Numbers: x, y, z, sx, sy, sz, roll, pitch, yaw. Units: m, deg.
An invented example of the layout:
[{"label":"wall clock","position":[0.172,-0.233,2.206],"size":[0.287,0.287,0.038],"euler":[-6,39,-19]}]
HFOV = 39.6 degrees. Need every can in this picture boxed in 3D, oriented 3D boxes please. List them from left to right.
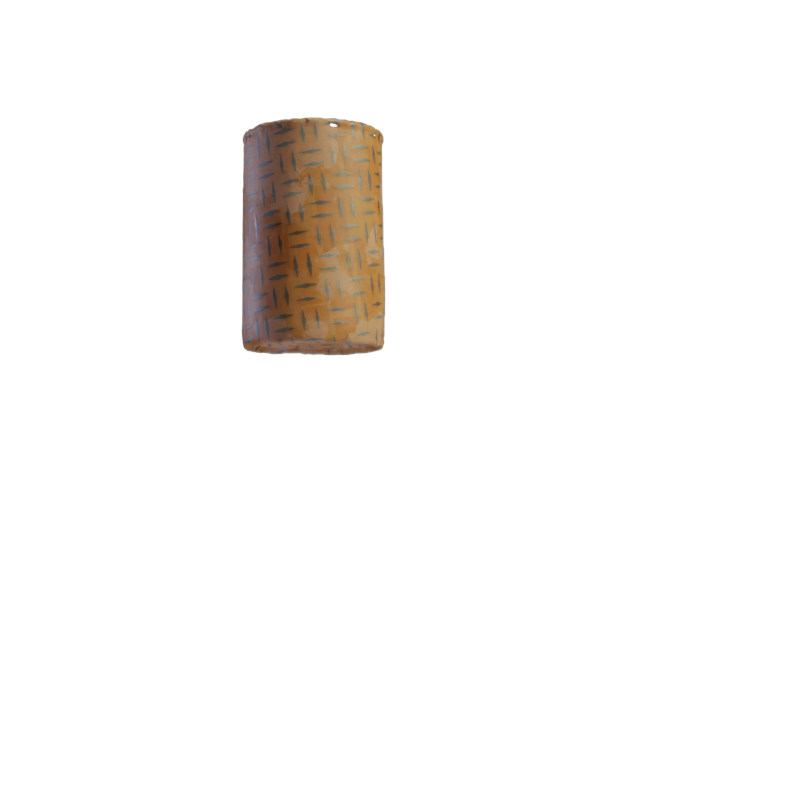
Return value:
[{"label":"can","position":[-0.041,-0.075,0.524],"size":[0.068,0.105,0.067],"euler":[0,-8,-2]}]
